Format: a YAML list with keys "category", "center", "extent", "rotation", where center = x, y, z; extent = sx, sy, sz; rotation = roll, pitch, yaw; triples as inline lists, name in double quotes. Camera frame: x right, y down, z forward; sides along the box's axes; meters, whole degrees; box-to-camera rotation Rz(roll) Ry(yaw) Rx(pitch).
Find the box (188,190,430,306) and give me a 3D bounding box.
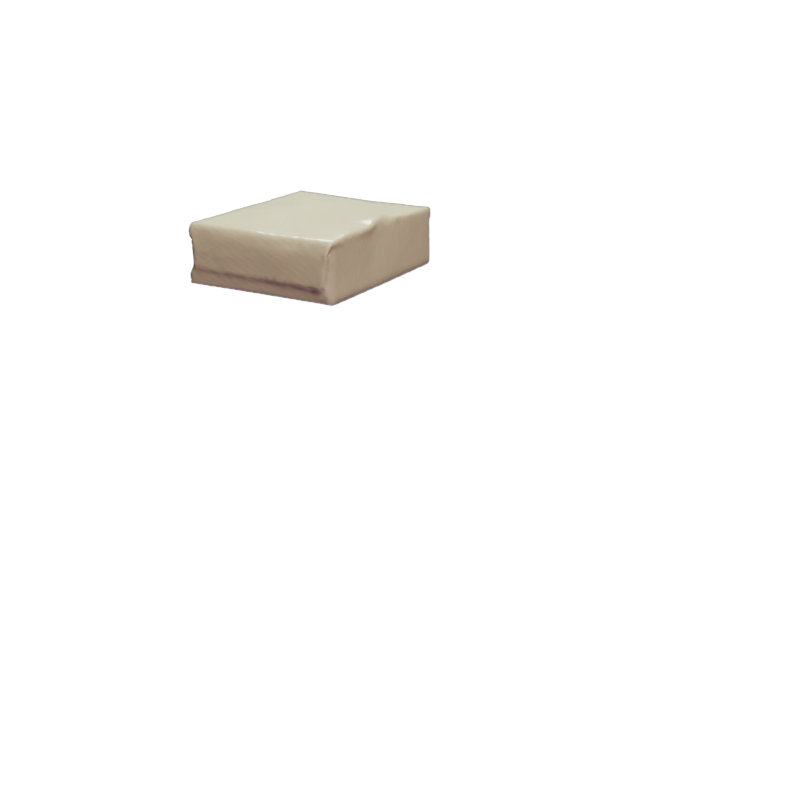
- category: "box"
  center: [-0.039, -0.070, 0.493]
  extent: [0.076, 0.029, 0.089]
  rotation: [12, 23, 29]
